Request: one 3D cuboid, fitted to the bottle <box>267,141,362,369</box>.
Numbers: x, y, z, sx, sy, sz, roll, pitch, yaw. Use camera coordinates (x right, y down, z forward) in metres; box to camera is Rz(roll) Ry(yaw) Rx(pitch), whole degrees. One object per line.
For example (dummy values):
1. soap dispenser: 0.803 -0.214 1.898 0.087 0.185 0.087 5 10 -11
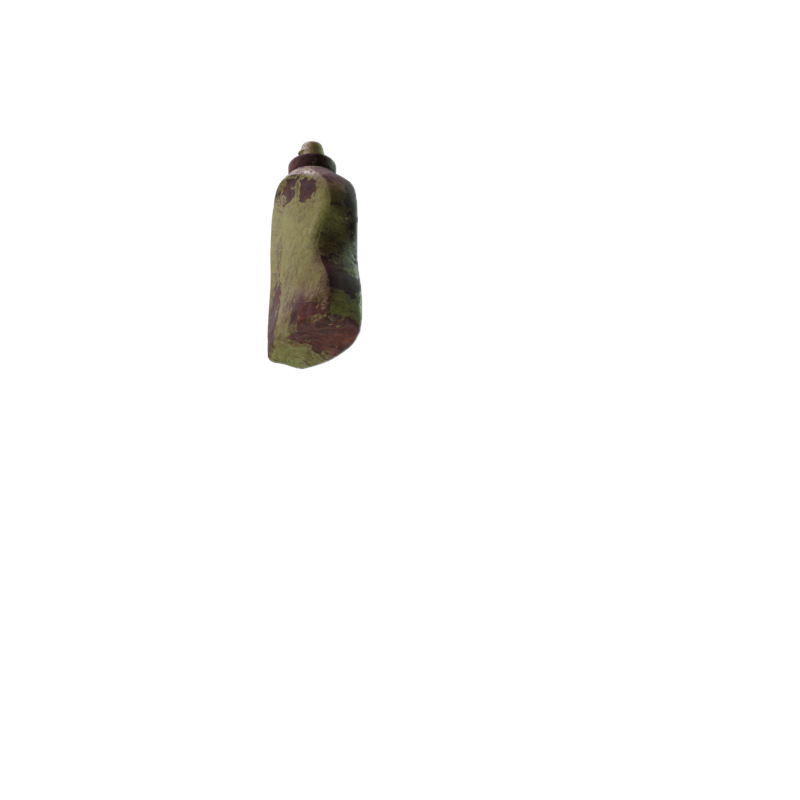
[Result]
1. bottle: -0.071 -0.129 0.905 0.056 0.204 0.094 15 -33 -29
